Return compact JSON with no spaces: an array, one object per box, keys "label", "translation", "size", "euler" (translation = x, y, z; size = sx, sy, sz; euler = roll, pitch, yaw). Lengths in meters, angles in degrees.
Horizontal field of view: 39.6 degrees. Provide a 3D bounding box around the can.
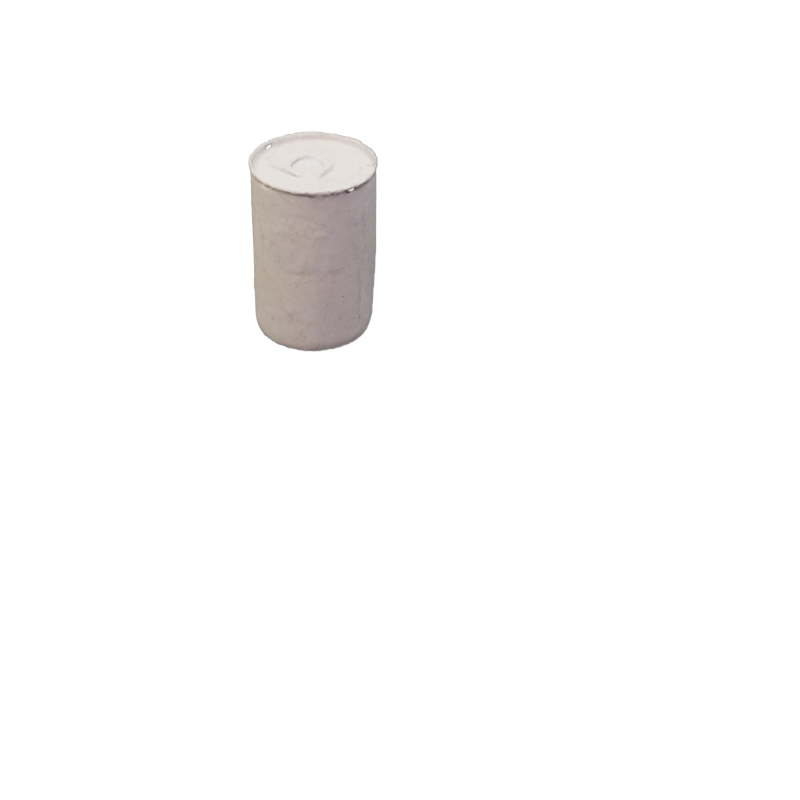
[{"label":"can","translation":[-0.048,-0.087,0.607],"size":[0.068,0.096,0.073],"euler":[0,36,-3]}]
